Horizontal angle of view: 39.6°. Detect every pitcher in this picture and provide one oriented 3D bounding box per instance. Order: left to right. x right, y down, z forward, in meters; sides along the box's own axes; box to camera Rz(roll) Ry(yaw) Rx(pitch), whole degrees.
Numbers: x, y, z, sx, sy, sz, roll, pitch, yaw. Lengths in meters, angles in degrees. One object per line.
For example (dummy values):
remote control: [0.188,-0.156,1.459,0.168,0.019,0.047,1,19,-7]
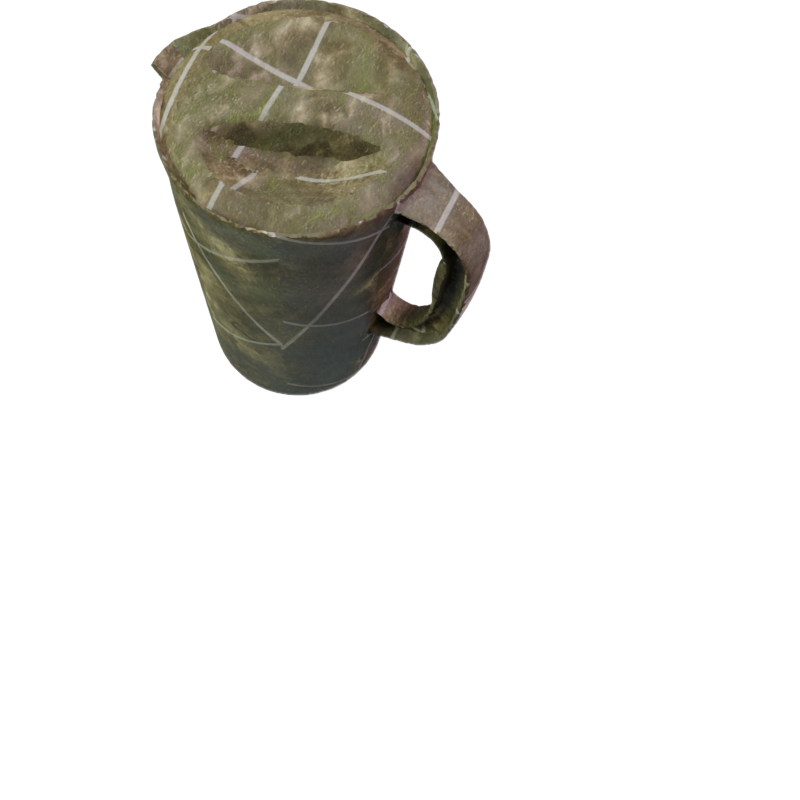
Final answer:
pitcher: [-0.047,-0.087,0.606,0.144,0.158,0.230,-10,-22,-8]
